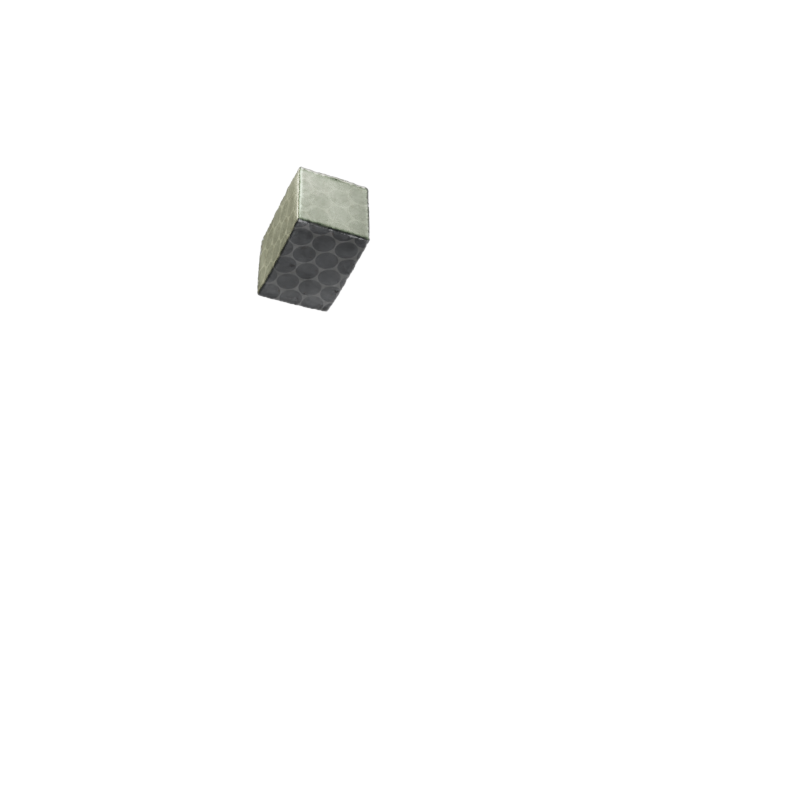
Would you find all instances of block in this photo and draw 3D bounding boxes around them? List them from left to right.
[{"bbox_3d":[-0.059,-0.107,0.748,0.051,0.055,0.075,16,-45,-19],"label":"block"}]
